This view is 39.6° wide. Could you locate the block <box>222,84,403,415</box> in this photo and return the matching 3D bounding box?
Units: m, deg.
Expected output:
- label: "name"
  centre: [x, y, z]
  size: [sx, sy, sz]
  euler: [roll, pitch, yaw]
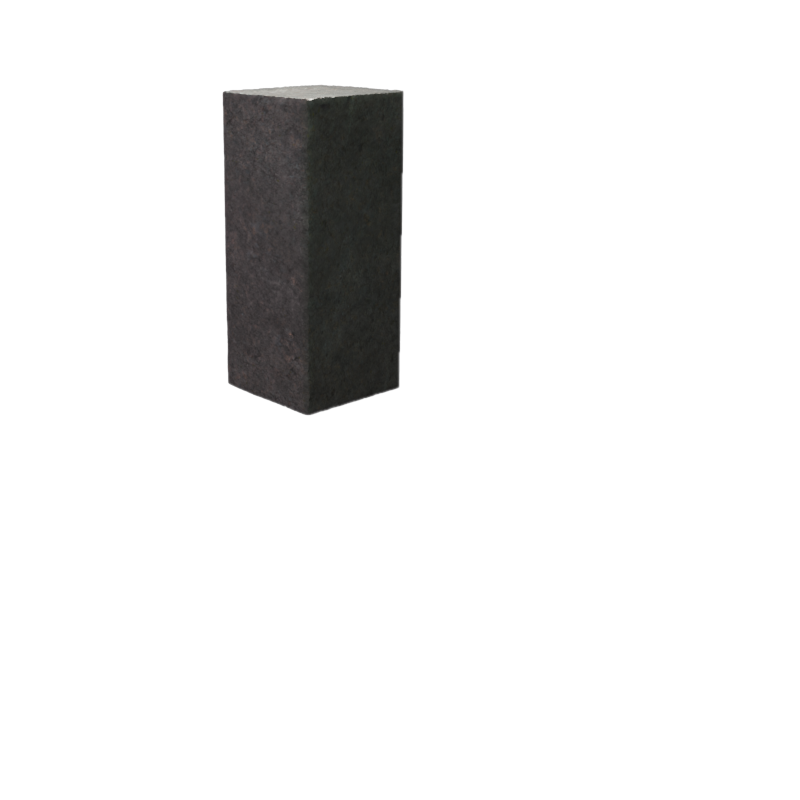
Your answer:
- label: "block"
  centre: [-0.059, -0.108, 0.757]
  size: [0.088, 0.200, 0.095]
  euler: [-11, 18, -42]
